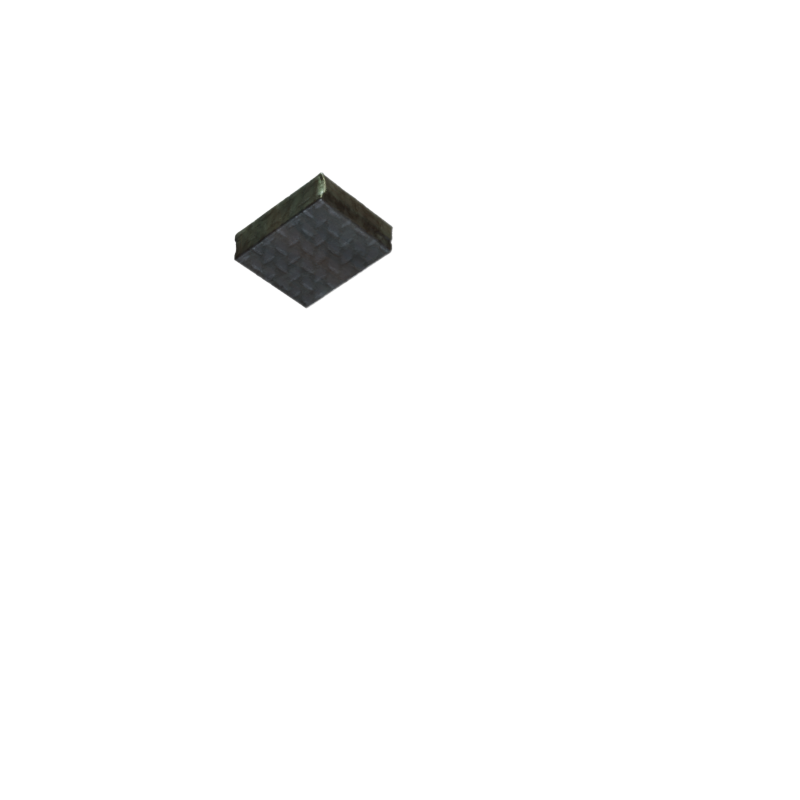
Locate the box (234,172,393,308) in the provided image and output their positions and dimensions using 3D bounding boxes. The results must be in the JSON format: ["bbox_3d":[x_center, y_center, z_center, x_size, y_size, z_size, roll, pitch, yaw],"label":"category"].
[{"bbox_3d":[-0.061,-0.112,0.781,0.089,0.032,0.068,-32,-49,31],"label":"box"}]
